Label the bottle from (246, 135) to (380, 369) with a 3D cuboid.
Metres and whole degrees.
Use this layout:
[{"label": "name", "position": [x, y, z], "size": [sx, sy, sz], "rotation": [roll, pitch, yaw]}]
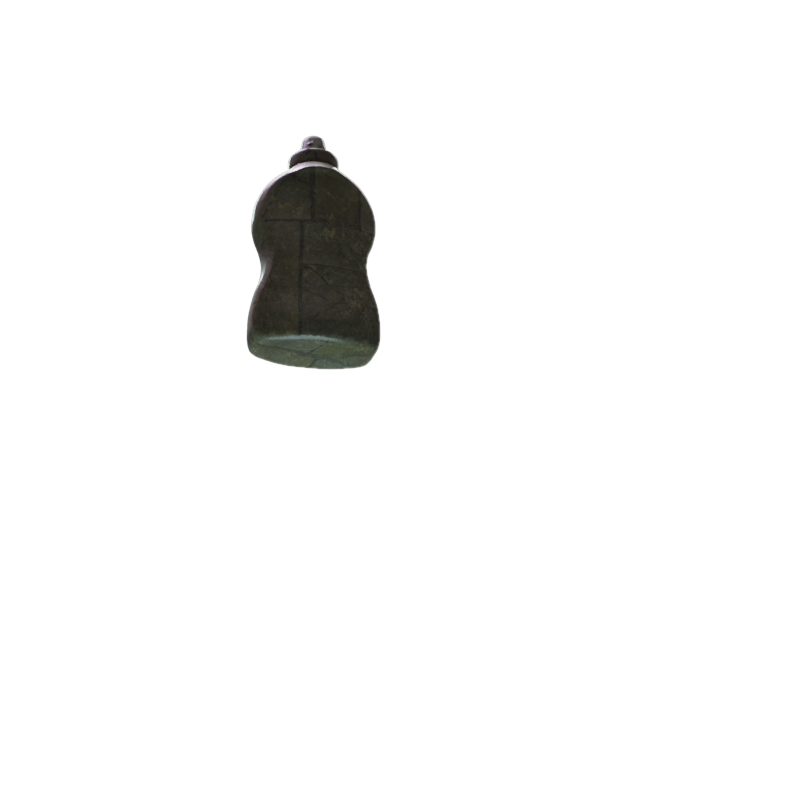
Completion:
[{"label": "bottle", "position": [-0.067, -0.121, 0.852], "size": [0.094, 0.204, 0.056], "rotation": [4, -29, -11]}]
